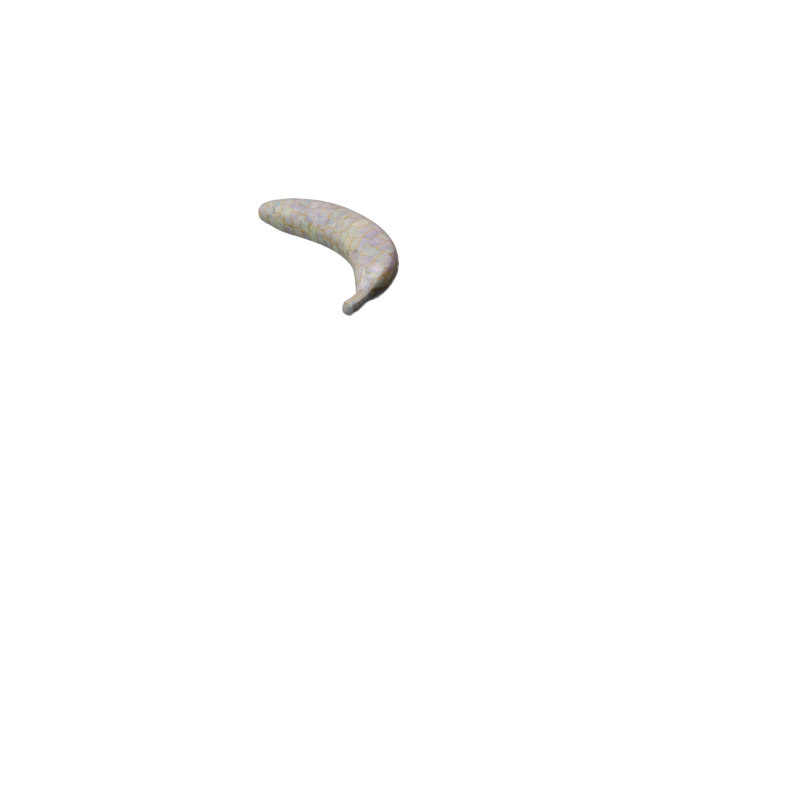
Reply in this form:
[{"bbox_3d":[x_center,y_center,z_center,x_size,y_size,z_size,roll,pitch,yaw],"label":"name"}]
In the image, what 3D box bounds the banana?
[{"bbox_3d":[-0.051,-0.128,0.885,0.068,0.035,0.213,-12,31,-21],"label":"banana"}]
